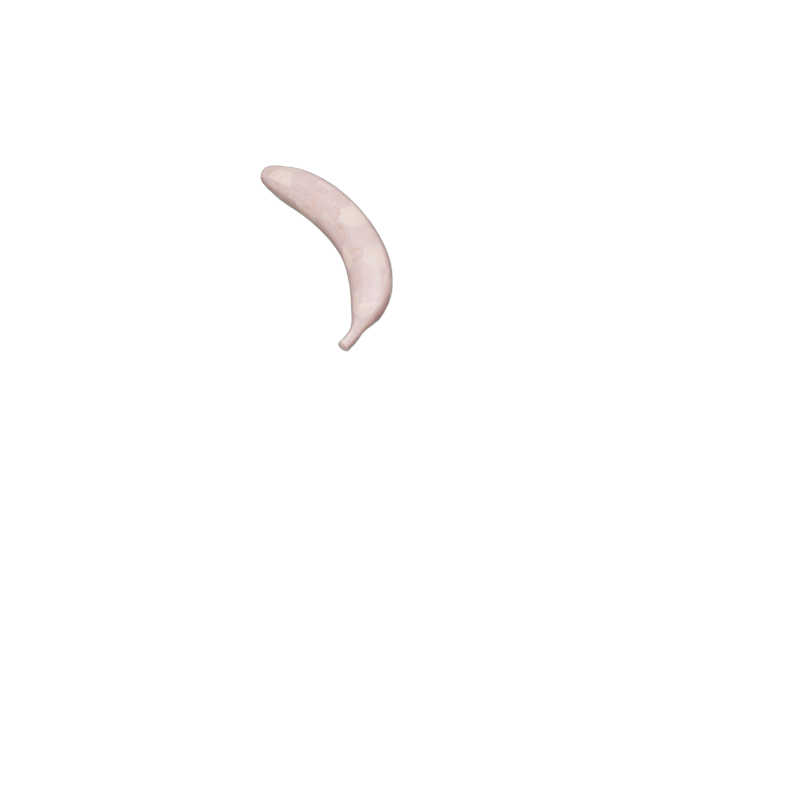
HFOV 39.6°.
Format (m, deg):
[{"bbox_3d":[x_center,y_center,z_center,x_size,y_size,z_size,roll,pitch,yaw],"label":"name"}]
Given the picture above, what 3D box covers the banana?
[{"bbox_3d":[-0.054,-0.135,0.929,0.069,0.213,0.034,-18,-33,-13],"label":"banana"}]
